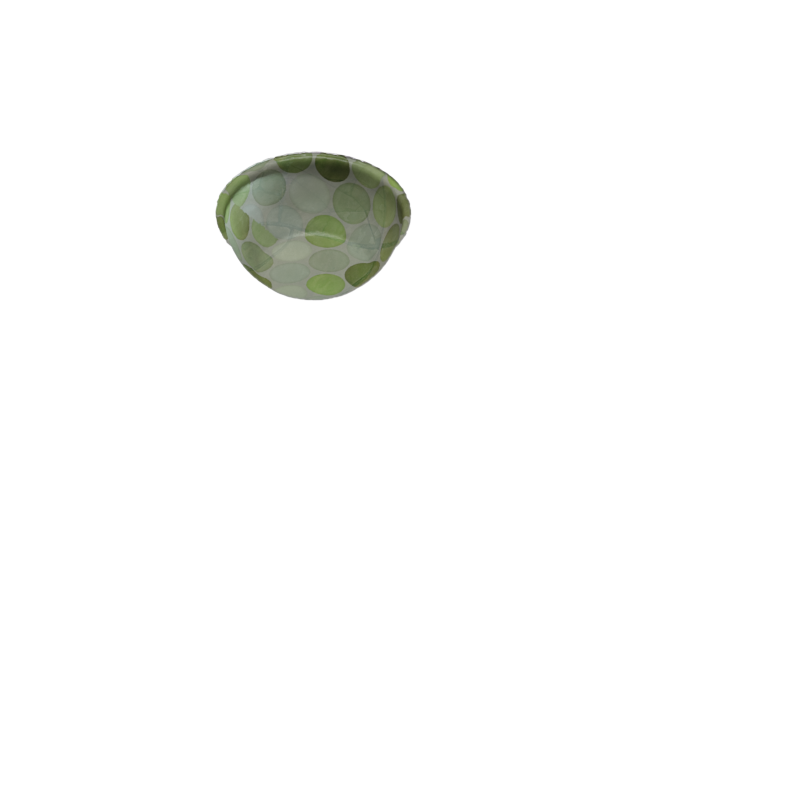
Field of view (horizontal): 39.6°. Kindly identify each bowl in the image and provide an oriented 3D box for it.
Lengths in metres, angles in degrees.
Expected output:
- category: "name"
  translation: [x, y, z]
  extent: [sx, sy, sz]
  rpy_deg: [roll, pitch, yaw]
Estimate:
- category: "bowl"
  translation: [-0.070, -0.128, 0.899]
  extent: [0.162, 0.059, 0.152]
  rpy_deg: [1, -32, -2]
